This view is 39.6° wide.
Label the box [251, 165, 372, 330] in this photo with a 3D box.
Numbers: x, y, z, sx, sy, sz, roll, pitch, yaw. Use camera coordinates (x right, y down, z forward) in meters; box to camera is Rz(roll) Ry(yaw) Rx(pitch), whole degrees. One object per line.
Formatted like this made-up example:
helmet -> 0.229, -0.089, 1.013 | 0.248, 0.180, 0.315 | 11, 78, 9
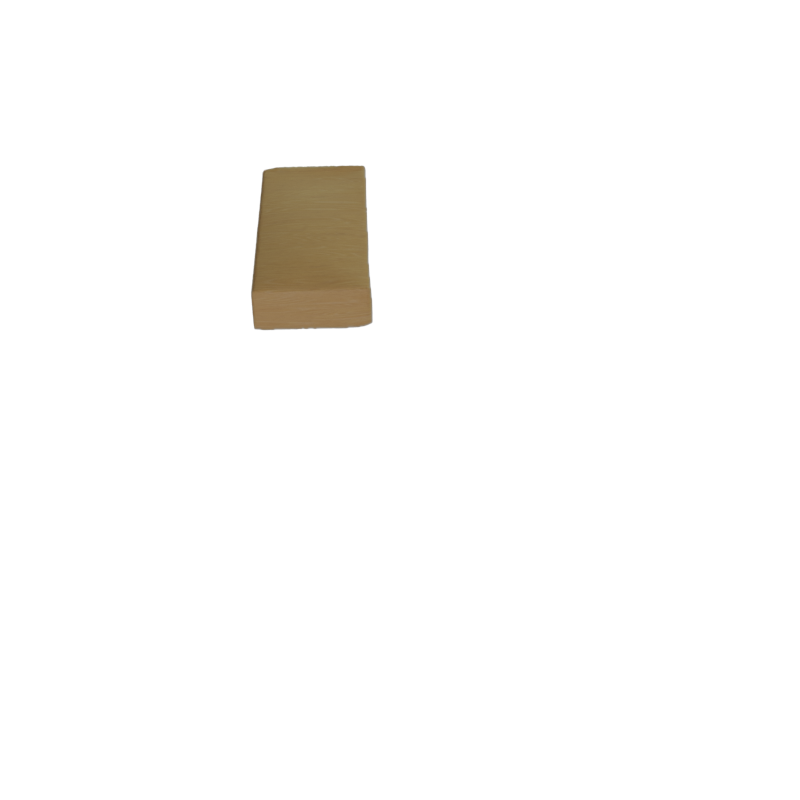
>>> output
box -> -0.072, -0.131, 0.913 | 0.093, 0.045, 0.189 | -3, 43, -1
